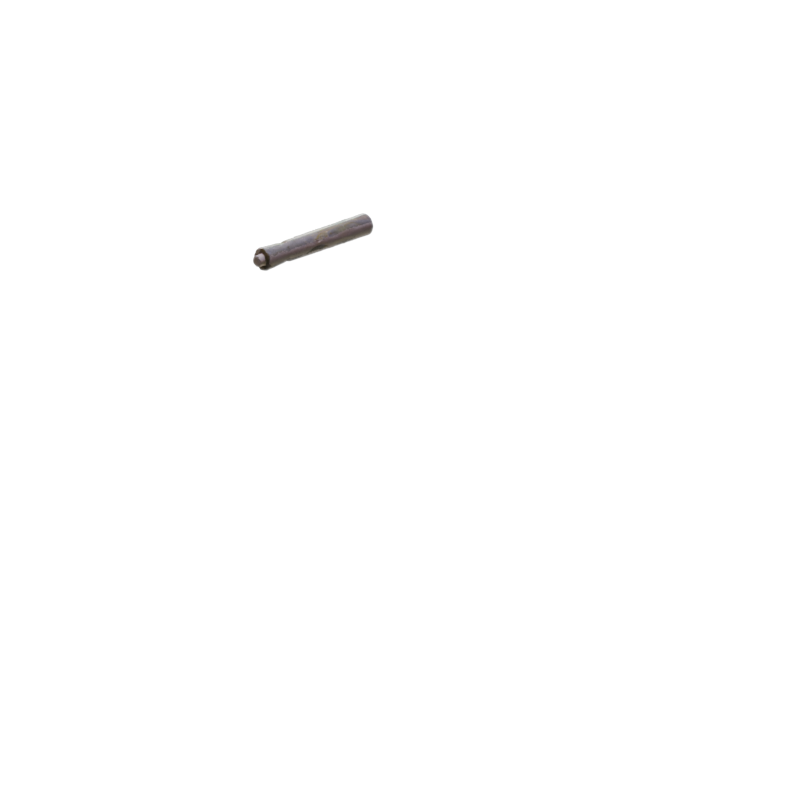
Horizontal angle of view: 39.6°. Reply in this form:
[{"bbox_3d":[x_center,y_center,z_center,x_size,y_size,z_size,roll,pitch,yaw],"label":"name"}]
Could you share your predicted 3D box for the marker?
[{"bbox_3d":[-0.070,-0.128,0.893,0.021,0.019,0.120,4,23,46],"label":"marker"}]
